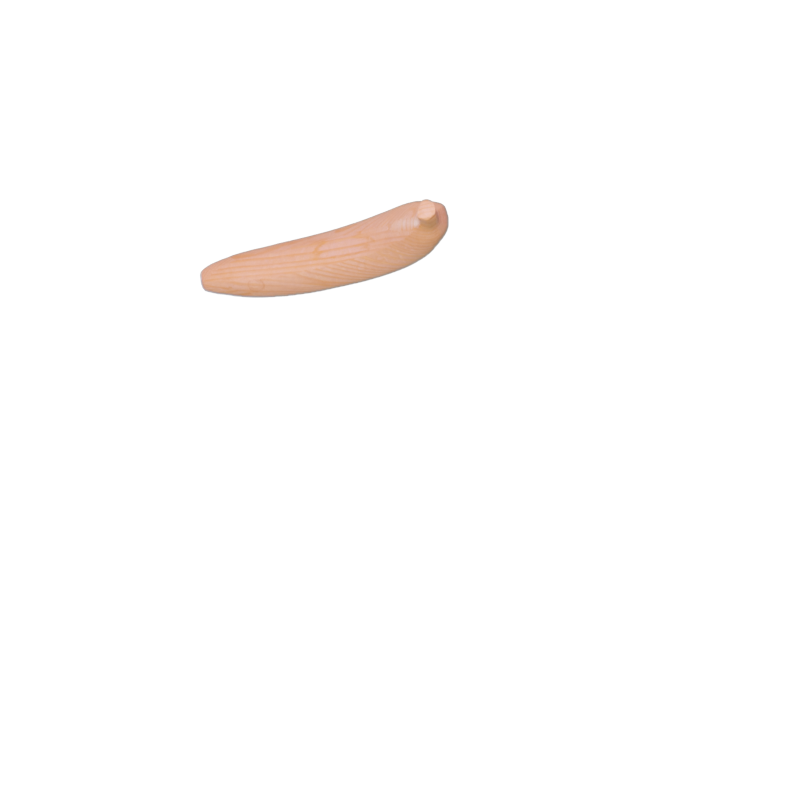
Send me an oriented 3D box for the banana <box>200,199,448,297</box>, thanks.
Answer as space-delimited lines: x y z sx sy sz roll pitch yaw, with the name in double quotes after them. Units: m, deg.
-0.040 -0.097 0.712 0.201 0.038 0.065 -13 -21 38 "banana"
